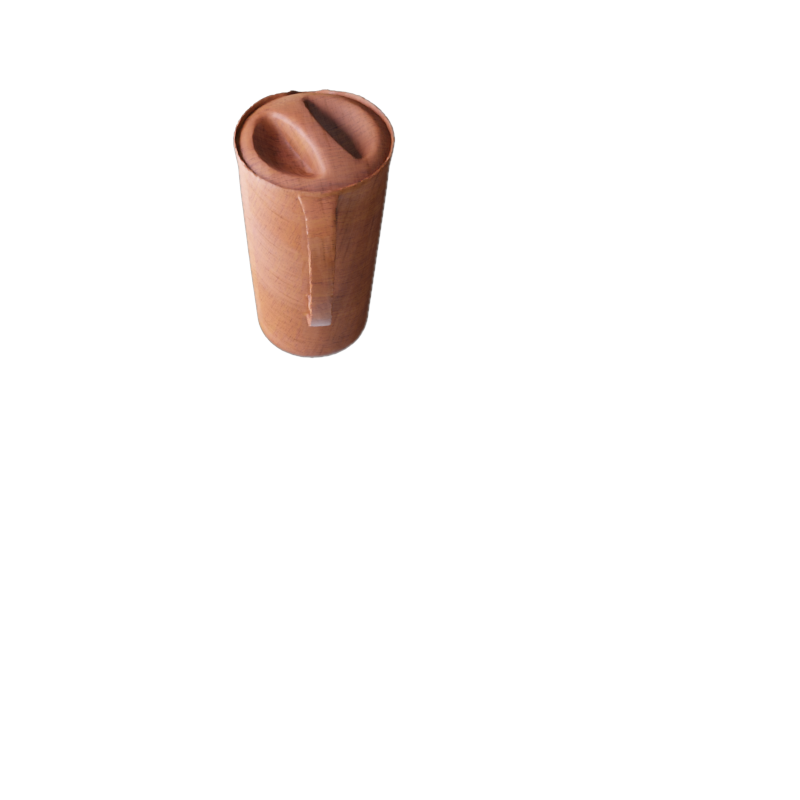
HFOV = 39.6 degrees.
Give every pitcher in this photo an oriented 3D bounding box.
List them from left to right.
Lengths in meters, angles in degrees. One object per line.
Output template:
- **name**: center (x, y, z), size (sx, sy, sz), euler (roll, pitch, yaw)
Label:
- **pitcher**: center (-0.077, -0.141, 0.987), size (0.153, 0.226, 0.152), euler (32, 56, 22)
